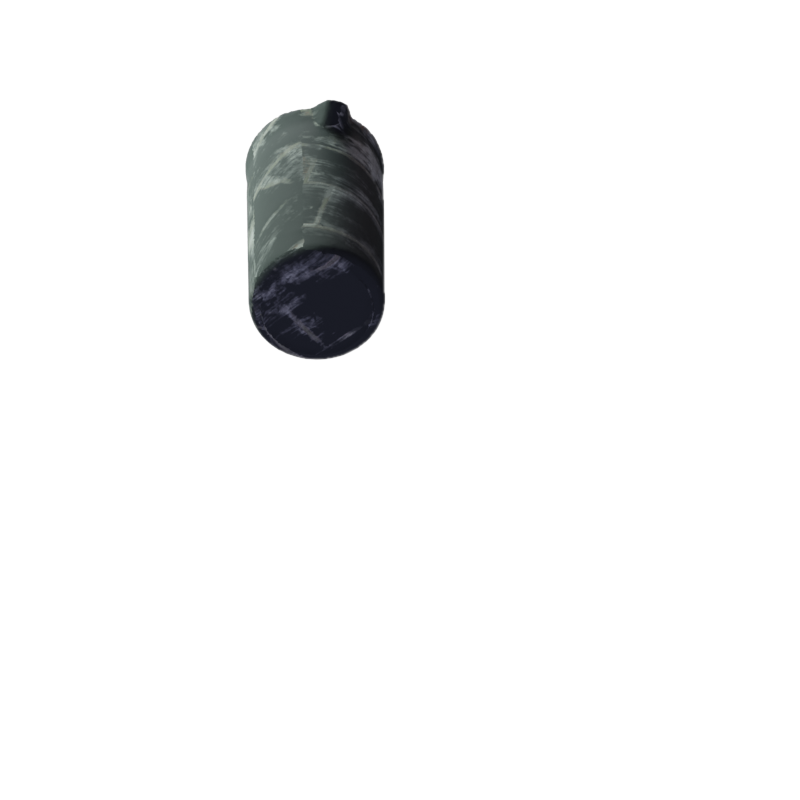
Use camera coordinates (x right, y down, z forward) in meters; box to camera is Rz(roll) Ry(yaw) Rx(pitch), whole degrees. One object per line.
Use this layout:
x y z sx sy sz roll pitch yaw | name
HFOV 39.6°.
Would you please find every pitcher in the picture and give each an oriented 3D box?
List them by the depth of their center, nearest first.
-0.076 -0.139 0.973 0.145 0.139 0.260 -24 34 14 | pitcher
